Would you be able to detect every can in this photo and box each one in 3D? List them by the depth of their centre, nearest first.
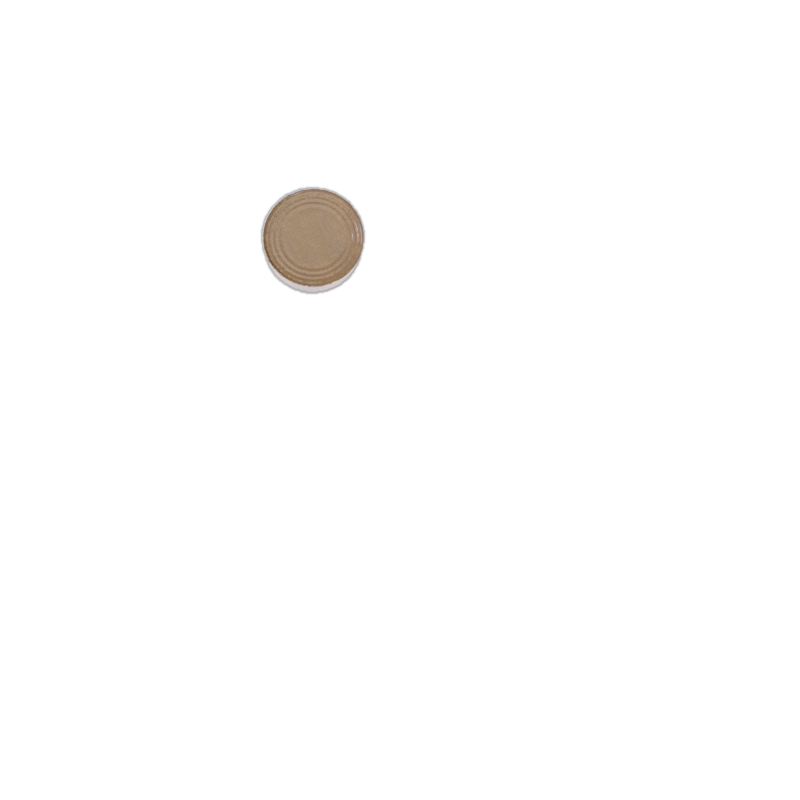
[{"bbox_3d":[-0.074,-0.135,0.945,0.086,0.089,0.032,0,-14,-1],"label":"can"}]
